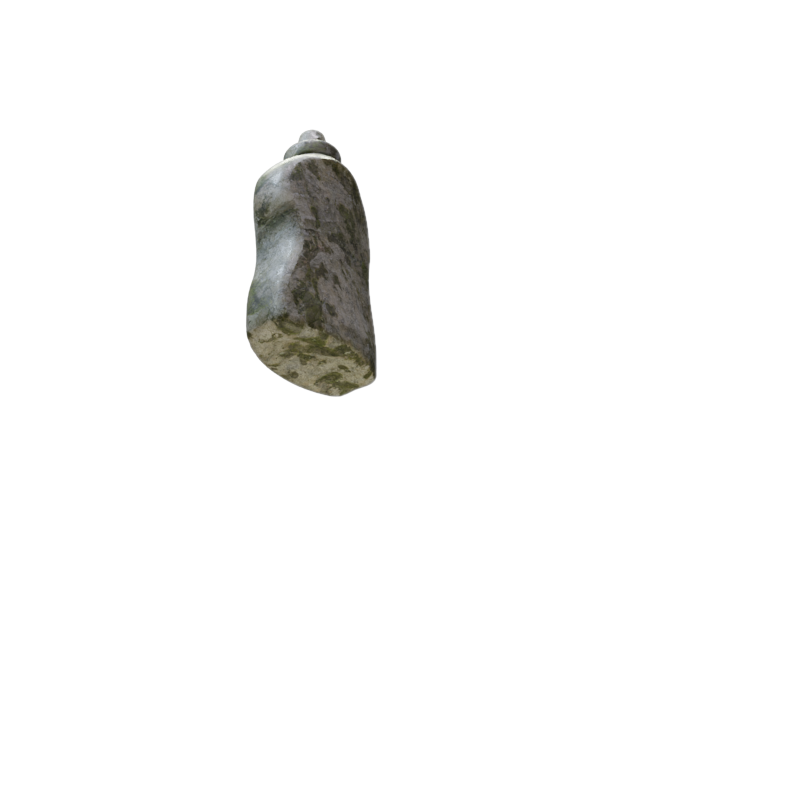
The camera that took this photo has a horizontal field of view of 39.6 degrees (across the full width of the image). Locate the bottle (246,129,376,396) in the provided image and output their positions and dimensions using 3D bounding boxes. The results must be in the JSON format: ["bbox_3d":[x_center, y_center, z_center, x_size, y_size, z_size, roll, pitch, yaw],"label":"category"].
[{"bbox_3d":[-0.058,-0.105,0.736,0.058,0.205,0.089,-27,-42,30],"label":"bottle"}]
